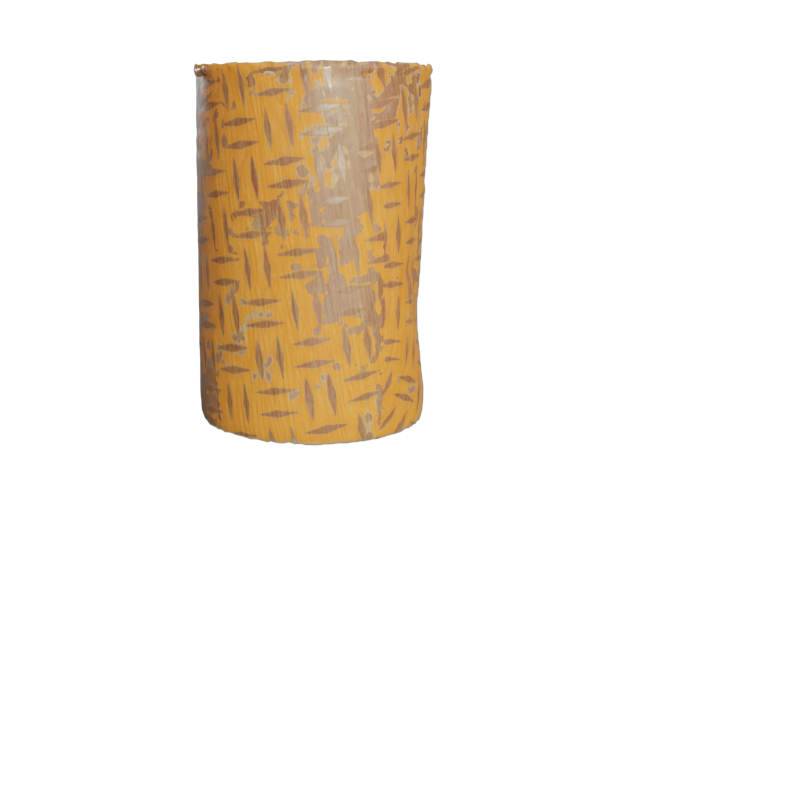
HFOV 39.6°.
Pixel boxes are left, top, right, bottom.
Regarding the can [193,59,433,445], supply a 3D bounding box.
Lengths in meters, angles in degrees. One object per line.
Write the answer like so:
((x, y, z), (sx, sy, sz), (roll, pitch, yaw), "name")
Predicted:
((-0.025, -0.046, 0.322), (0.068, 0.100, 0.070), (0, 10, -2), "can")
